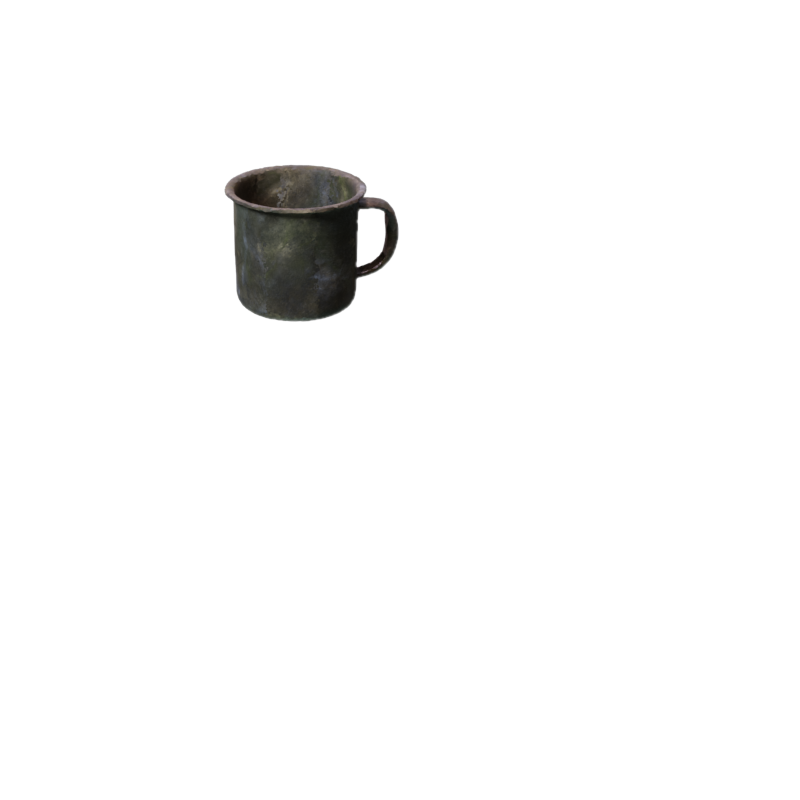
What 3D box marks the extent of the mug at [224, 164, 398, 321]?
[{"bbox_3d":[-0.058,-0.106,0.743,0.115,0.077,0.100,-7,27,-15],"label":"mug"}]
